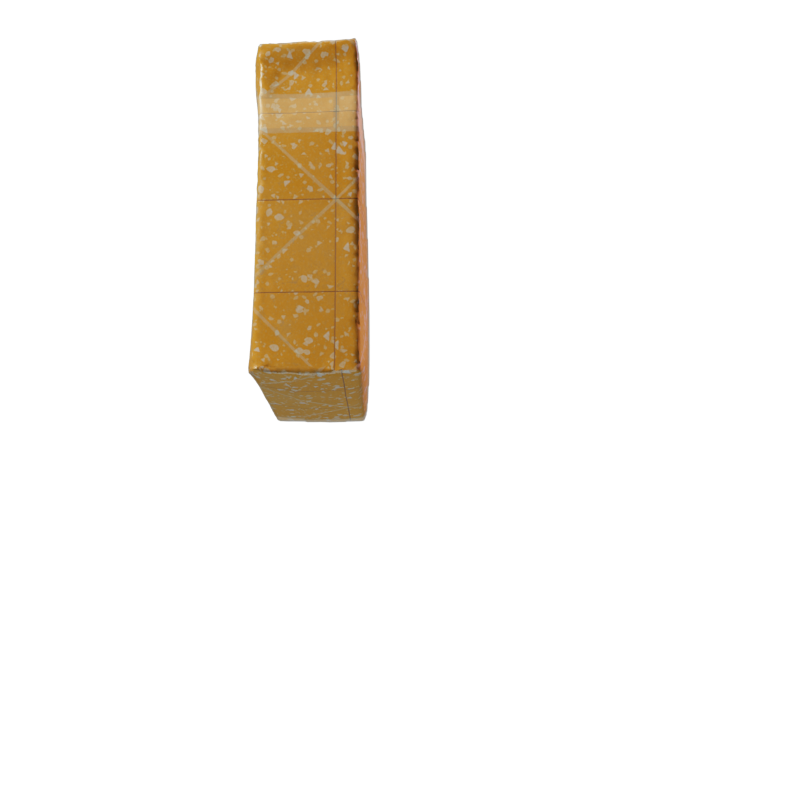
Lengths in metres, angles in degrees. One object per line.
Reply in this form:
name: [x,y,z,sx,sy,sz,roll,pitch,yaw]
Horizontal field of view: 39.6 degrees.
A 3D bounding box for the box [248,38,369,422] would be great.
box: [-0.057,-0.104,0.730,0.072,0.223,0.157,-1,-15,0]
